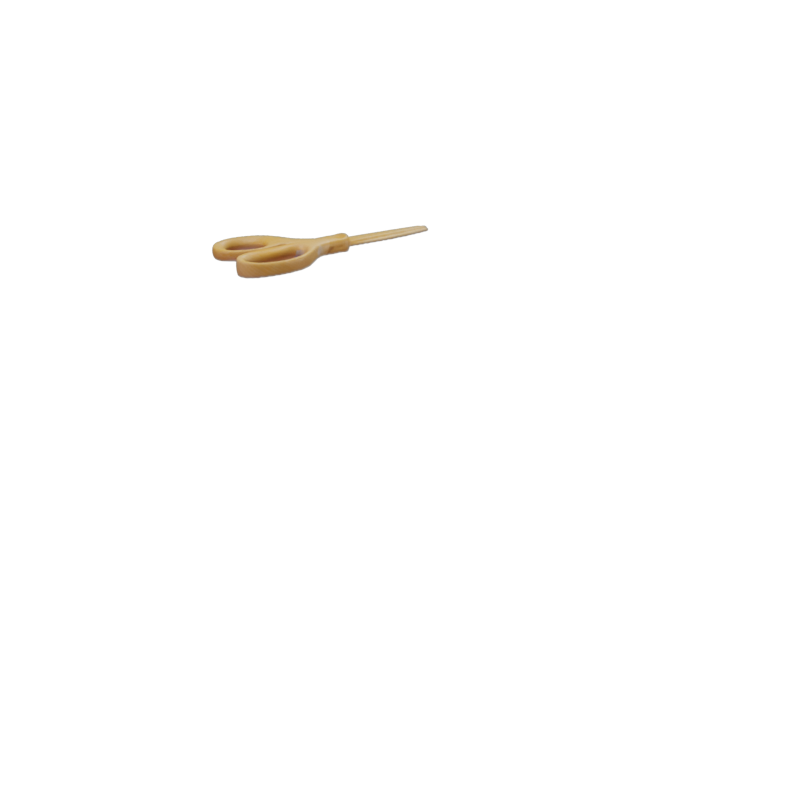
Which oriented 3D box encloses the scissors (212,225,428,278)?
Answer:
[{"bbox_3d":[-0.072,-0.132,0.925,0.101,0.015,0.199,15,26,34],"label":"scissors"}]
